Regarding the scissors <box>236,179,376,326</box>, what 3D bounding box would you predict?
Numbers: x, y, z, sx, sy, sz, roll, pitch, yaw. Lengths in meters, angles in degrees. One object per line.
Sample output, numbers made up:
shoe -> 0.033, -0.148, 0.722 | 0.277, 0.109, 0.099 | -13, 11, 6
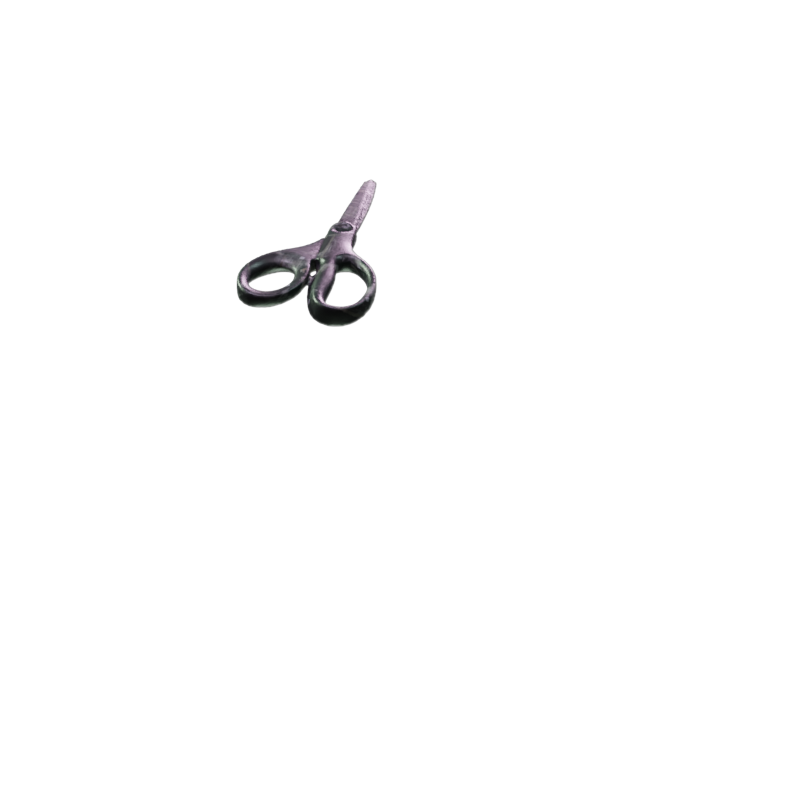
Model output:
scissors -> -0.058, -0.106, 0.744 | 0.096, 0.015, 0.215 | -2, 33, -3
